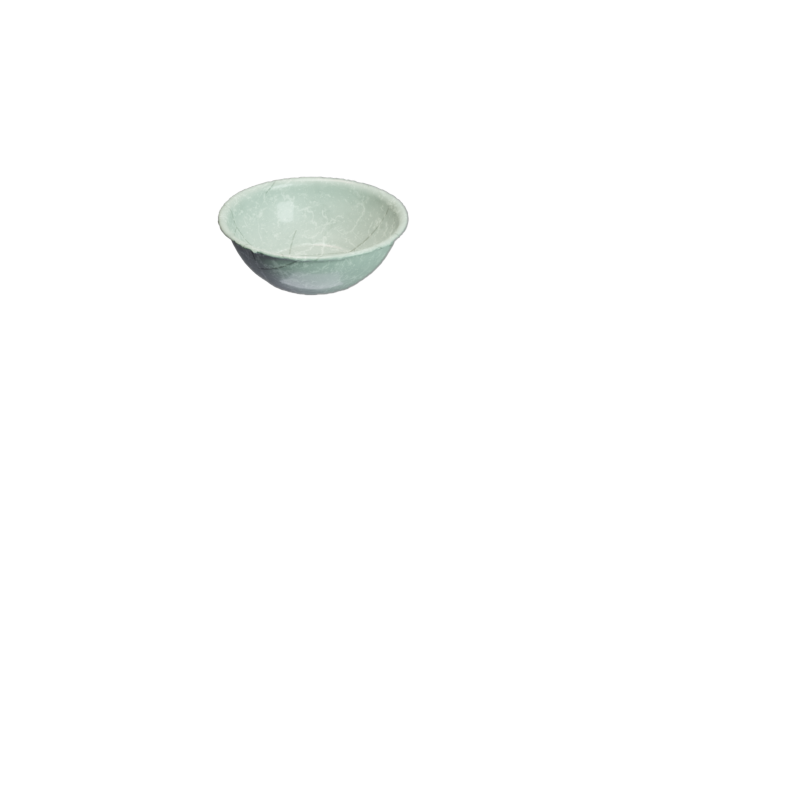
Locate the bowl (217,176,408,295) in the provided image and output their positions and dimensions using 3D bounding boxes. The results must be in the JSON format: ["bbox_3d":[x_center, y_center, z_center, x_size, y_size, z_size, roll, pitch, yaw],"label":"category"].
[{"bbox_3d":[-0.074,-0.136,0.950,0.162,0.052,0.173,-1,33,-2],"label":"bowl"}]
